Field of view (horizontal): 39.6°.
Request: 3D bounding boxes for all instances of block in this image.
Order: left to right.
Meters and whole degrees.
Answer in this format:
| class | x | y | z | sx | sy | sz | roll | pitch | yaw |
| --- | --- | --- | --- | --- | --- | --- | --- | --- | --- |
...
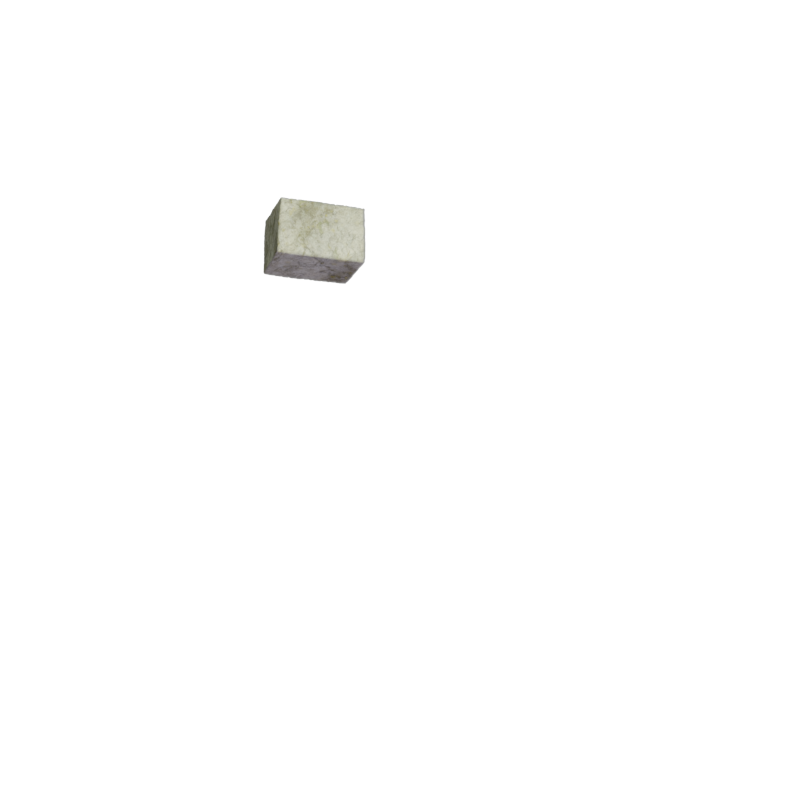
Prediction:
| class | x | y | z | sx | sy | sz | roll | pitch | yaw |
| --- | --- | --- | --- | --- | --- | --- | --- | --- | --- |
| block | -0.075 | -0.136 | 0.952 | 0.076 | 0.054 | 0.051 | 6 | -21 | -18 |
